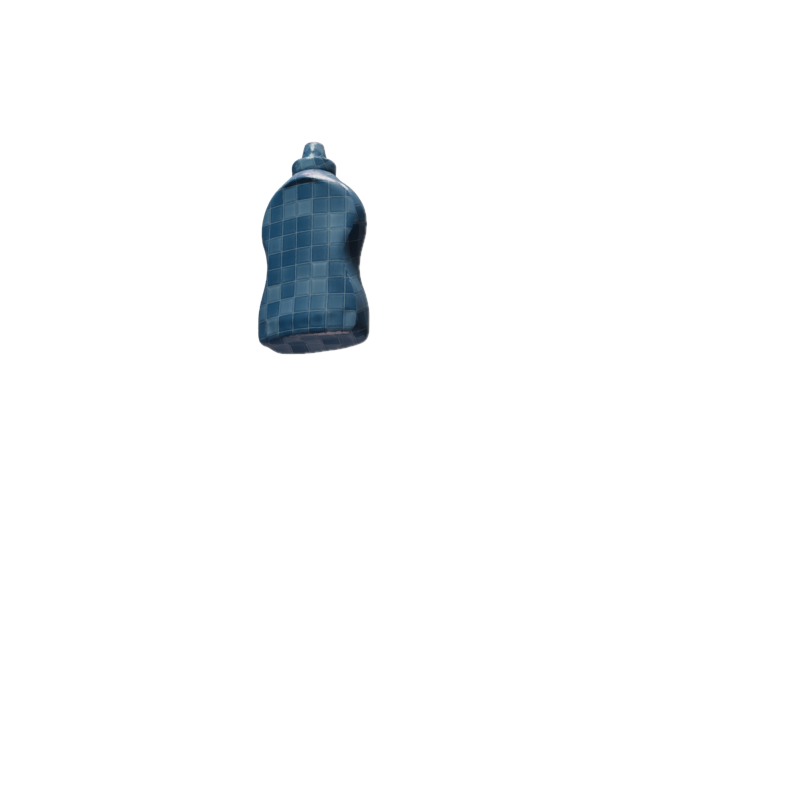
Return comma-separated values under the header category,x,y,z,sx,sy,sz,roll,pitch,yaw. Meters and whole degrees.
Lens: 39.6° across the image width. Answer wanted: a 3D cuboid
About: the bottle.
category,x,y,z,sx,sy,sz,roll,pitch,yaw
bottle,-0.077,-0.141,0.987,0.098,0.201,0.055,-10,-22,24
